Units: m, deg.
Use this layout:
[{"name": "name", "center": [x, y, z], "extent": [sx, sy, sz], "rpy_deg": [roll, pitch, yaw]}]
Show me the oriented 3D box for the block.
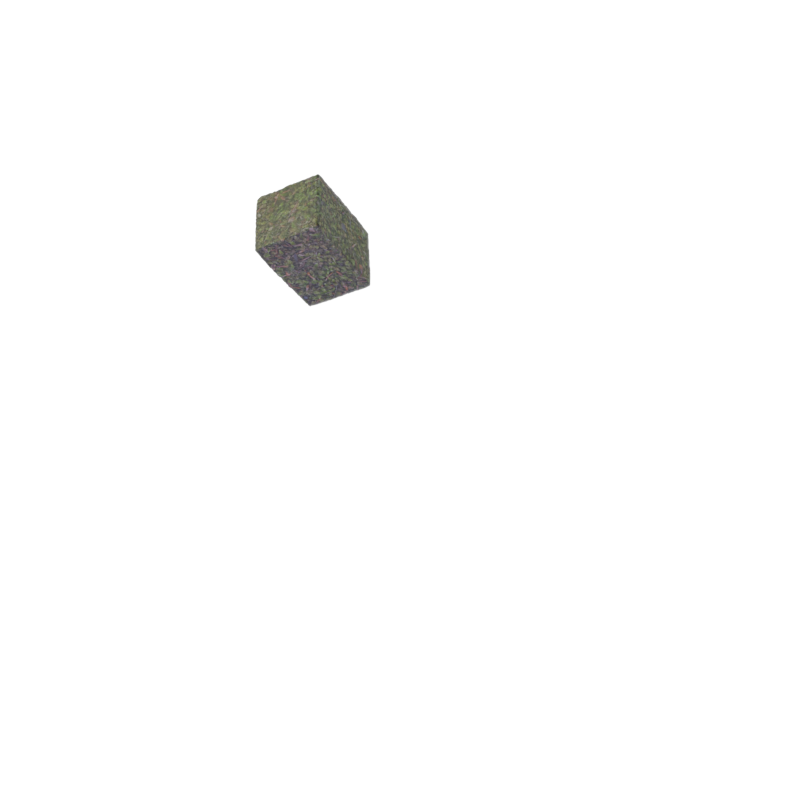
[{"name": "block", "center": [-0.062, -0.113, 0.795], "extent": [0.053, 0.055, 0.072], "rpy_deg": [-18, -39, 22]}]
